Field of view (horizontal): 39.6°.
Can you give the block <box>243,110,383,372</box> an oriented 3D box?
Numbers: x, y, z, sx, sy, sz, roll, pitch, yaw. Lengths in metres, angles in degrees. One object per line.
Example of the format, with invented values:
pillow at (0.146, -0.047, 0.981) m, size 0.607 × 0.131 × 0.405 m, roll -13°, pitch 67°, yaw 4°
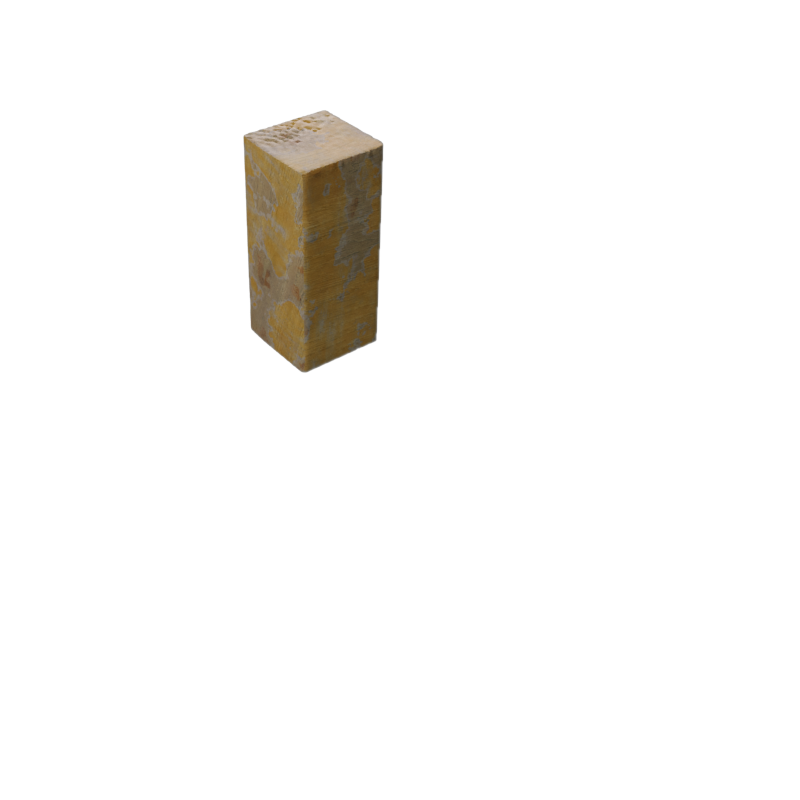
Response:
block at (-0.078, -0.142, 0.997) m, size 0.090 × 0.193 × 0.097 m, roll -22°, pitch 42°, yaw -31°
